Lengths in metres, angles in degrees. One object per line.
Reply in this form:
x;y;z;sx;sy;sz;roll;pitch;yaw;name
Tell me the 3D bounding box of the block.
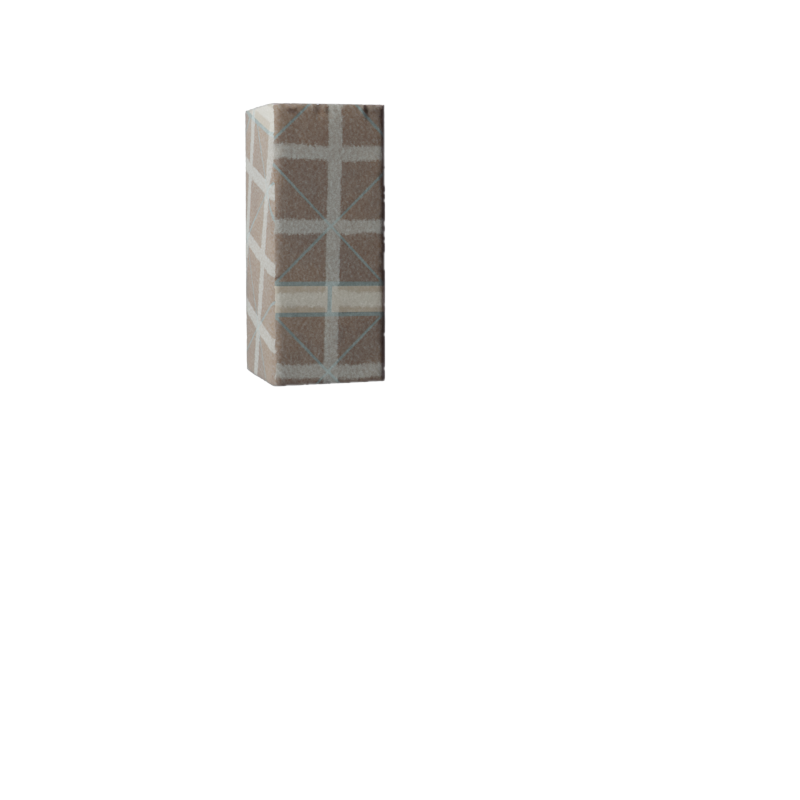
-0.067;-0.122;0.853;0.089;0.205;0.093;-1;4;-19;block
